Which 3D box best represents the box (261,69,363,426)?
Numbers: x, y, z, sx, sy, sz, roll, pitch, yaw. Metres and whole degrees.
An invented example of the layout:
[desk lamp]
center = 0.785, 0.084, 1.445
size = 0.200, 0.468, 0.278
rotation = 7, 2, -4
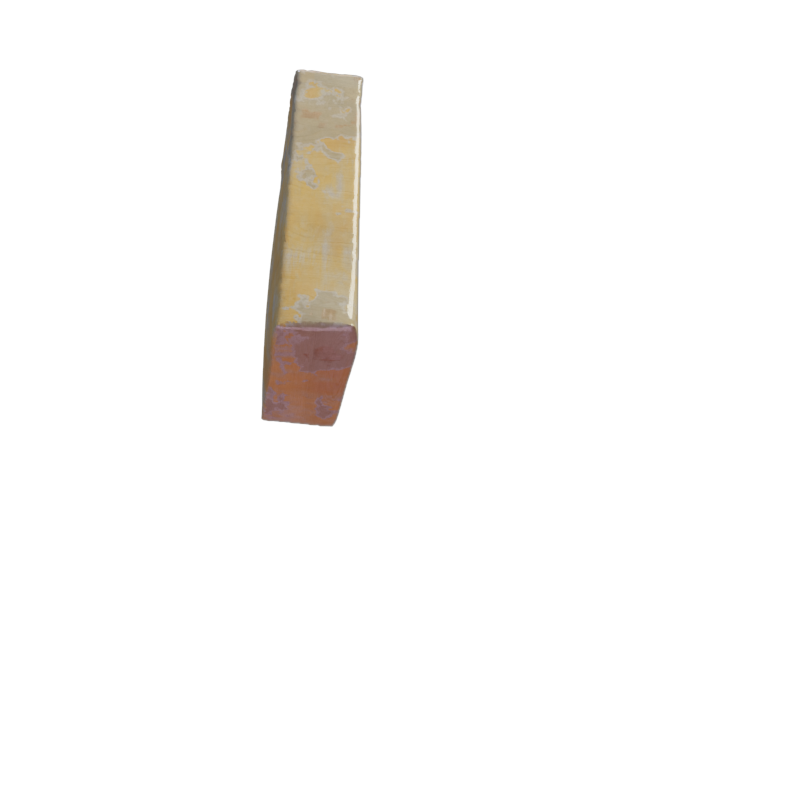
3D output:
[box]
center = -0.048, -0.086, 0.604
size = 0.047, 0.189, 0.088
rotation = 4, -36, -9
